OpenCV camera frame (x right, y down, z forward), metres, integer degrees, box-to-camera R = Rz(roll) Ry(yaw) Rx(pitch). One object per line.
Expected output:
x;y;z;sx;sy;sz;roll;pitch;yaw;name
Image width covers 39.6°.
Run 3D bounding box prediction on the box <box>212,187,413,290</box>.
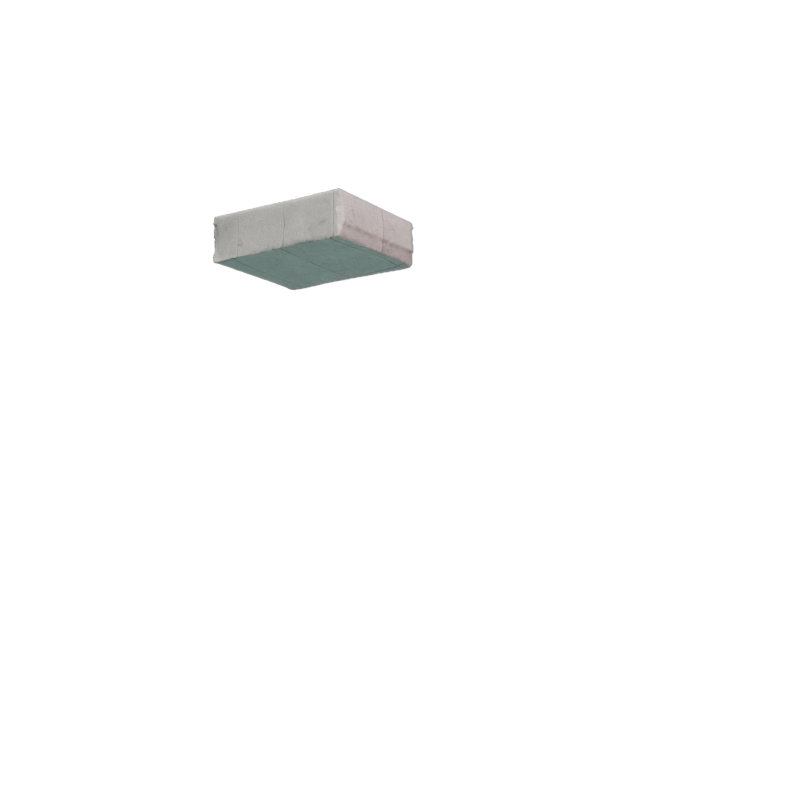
-0.061;-0.111;0.776;0.116;0.040;0.085;-8;-15;34;box
